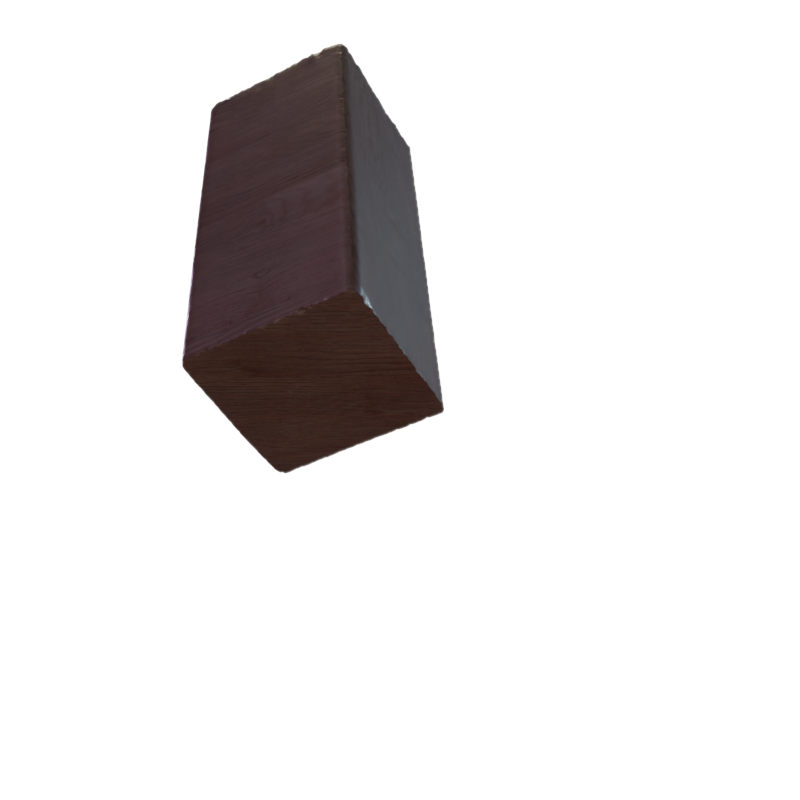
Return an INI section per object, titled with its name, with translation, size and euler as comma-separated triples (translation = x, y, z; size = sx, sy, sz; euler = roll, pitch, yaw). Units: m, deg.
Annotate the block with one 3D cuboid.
[block]
translation = -0.045, -0.082, 0.571
size = 0.091, 0.221, 0.083
euler = -23, -49, 17
